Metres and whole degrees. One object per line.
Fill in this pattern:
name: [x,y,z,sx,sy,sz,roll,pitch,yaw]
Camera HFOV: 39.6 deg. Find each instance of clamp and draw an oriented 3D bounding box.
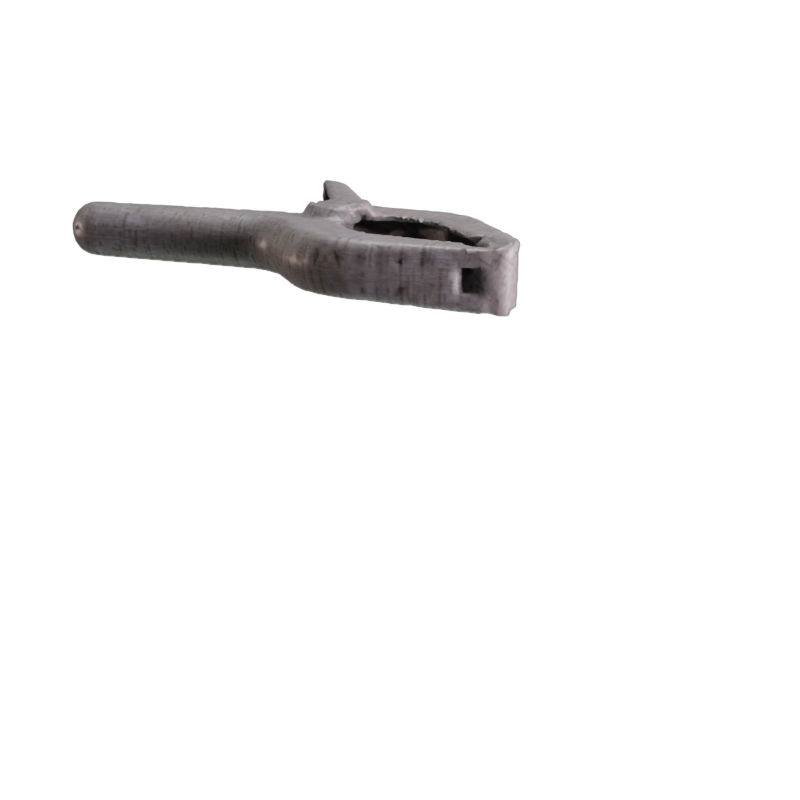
clamp: [-0.039,-0.070,0.493,0.160,0.035,0.223,-12,22,-33]
